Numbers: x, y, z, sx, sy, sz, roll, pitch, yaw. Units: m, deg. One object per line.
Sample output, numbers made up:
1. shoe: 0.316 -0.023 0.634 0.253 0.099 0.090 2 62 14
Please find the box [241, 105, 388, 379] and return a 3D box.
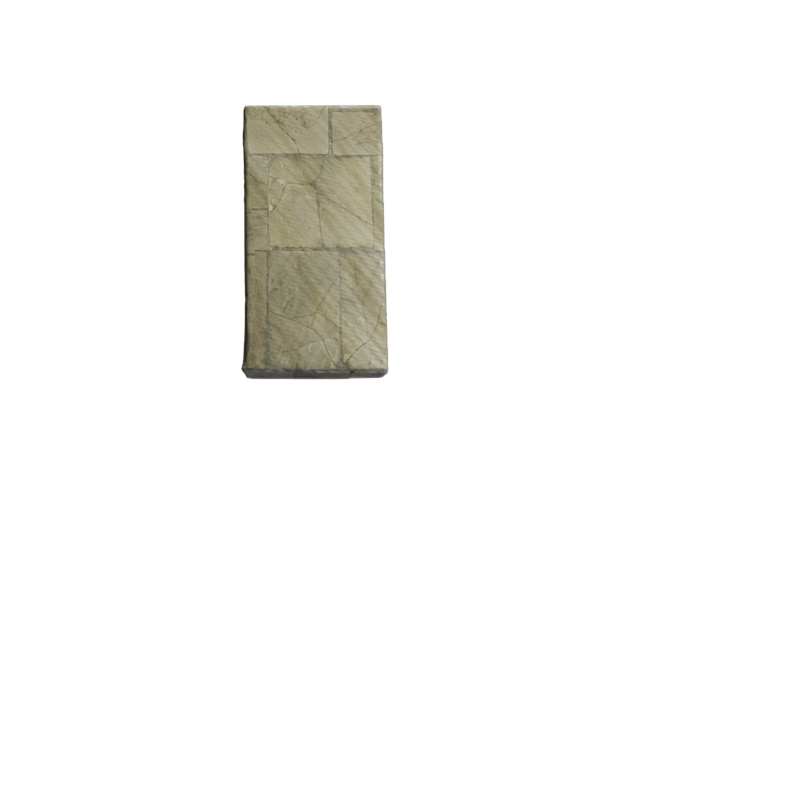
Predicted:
1. box: -0.057 -0.103 0.725 0.093 0.182 0.047 0 -13 -2
